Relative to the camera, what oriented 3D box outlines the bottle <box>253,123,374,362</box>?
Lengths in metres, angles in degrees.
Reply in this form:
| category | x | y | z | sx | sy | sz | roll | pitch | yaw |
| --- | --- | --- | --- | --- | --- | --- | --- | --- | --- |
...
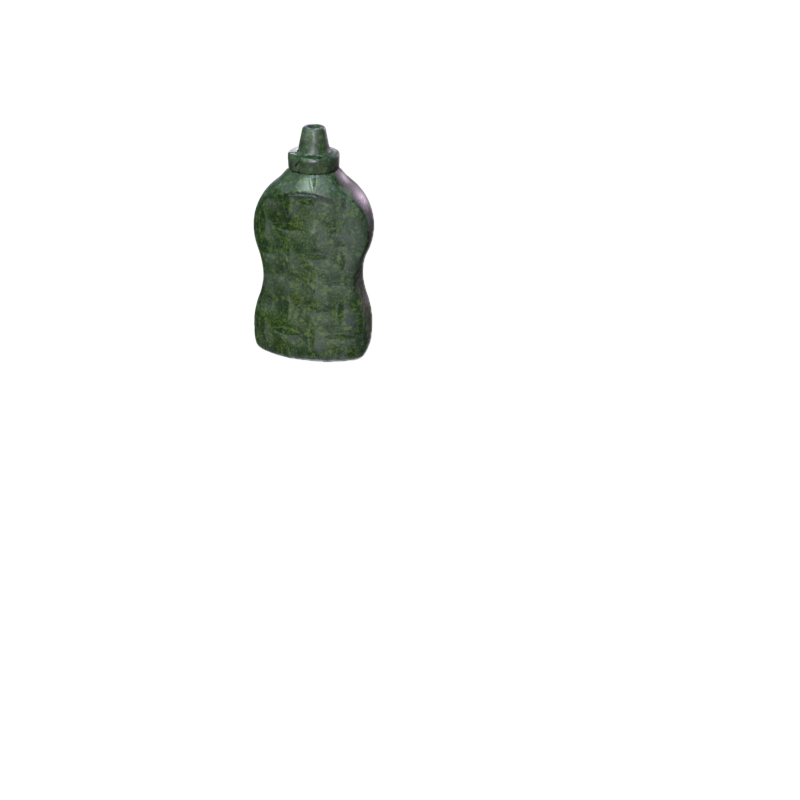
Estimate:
| category | x | y | z | sx | sy | sz | roll | pitch | yaw |
| --- | --- | --- | --- | --- | --- | --- | --- | --- | --- |
| bottle | -0.070 | -0.128 | 0.895 | 0.098 | 0.182 | 0.060 | 7 | 24 | 13 |
